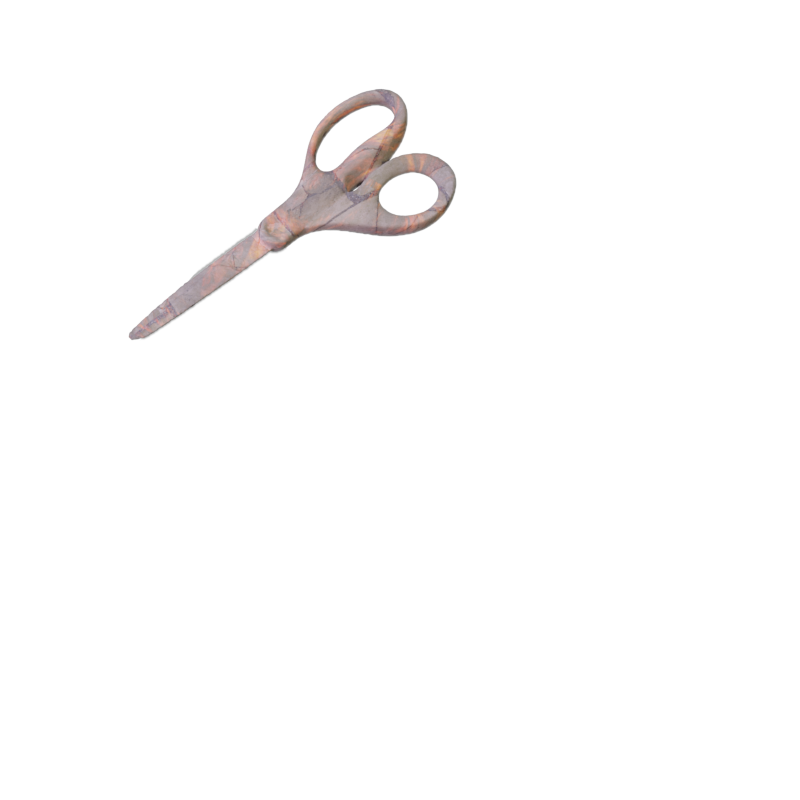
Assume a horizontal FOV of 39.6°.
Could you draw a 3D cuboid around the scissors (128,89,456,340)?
[{"bbox_3d":[-0.047,-0.086,0.601,0.099,0.206,0.015,32,-19,12],"label":"scissors"}]
